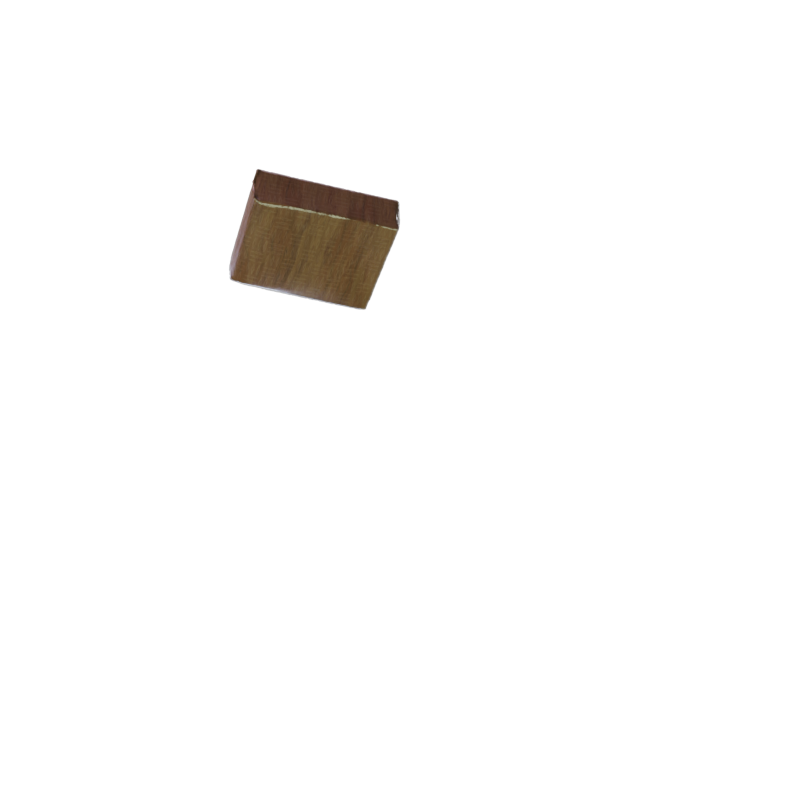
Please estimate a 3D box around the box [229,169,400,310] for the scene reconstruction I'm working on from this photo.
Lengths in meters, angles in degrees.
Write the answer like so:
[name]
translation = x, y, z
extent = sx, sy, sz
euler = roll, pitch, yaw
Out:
[box]
translation = -0.066, -0.120, 0.839
extent = 0.111, 0.042, 0.085
euler = 11, -46, -12
